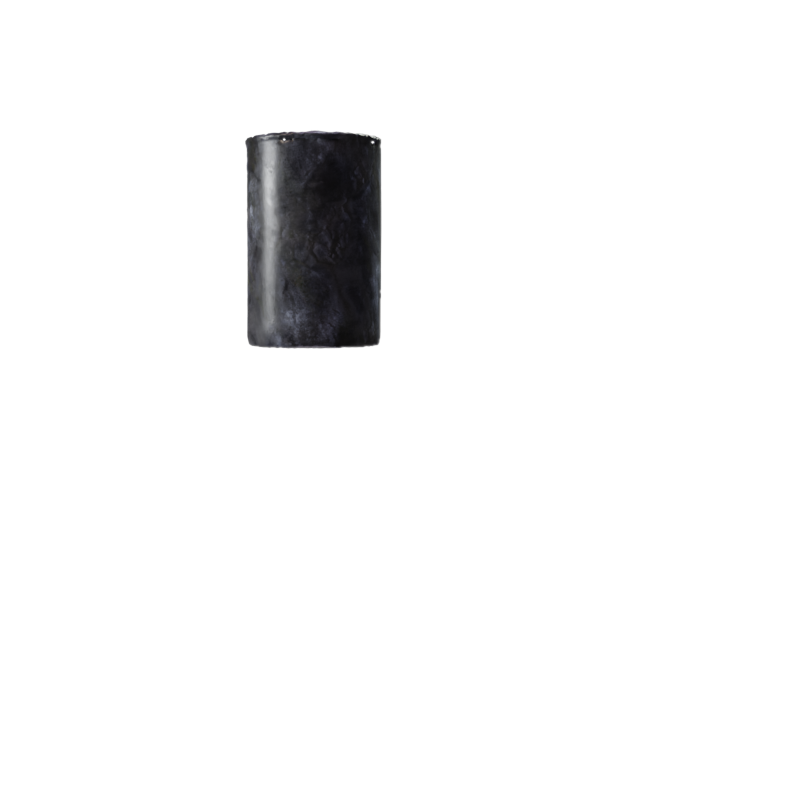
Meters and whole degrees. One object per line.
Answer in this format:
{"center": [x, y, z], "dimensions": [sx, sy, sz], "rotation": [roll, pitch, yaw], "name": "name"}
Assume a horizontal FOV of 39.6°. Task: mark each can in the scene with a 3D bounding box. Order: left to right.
{"center": [-0.043, -0.079, 0.551], "dimensions": [0.068, 0.102, 0.069], "rotation": [0, 1, -2], "name": "can"}
